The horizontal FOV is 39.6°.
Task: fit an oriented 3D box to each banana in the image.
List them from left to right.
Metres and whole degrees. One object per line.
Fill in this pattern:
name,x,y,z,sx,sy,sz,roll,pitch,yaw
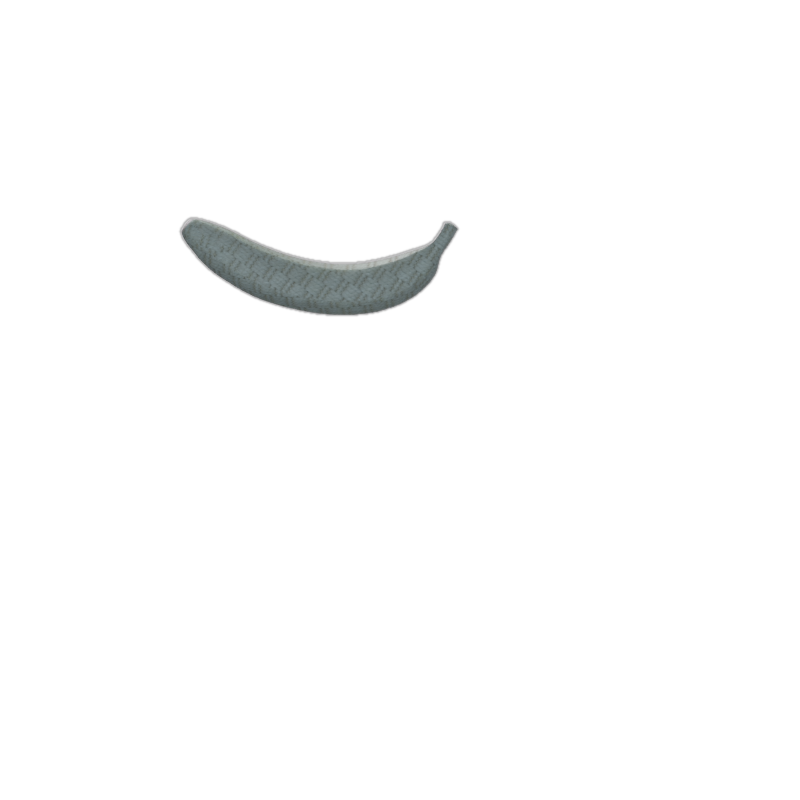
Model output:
banana,-0.059,-0.096,0.801,0.198,0.069,0.037,0,4,0
